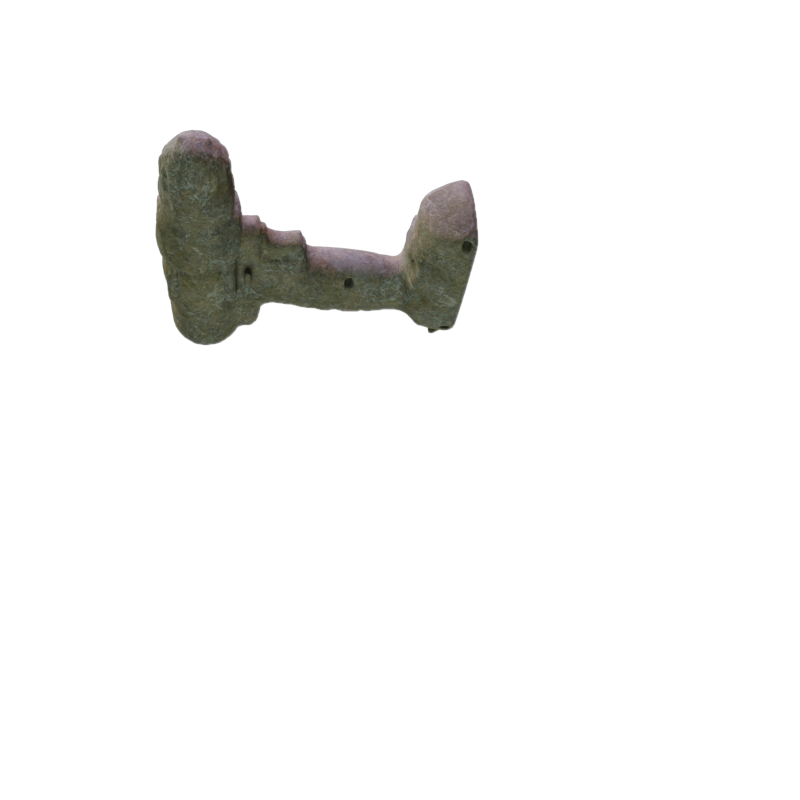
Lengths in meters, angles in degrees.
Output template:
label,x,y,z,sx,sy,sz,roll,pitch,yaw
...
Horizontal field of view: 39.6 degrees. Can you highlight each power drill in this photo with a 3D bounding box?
label,x,y,z,sx,sy,sz,roll,pitch,yaw
power drill,-0.052,-0.095,0.667,0.187,0.061,0.174,2,-29,-4
